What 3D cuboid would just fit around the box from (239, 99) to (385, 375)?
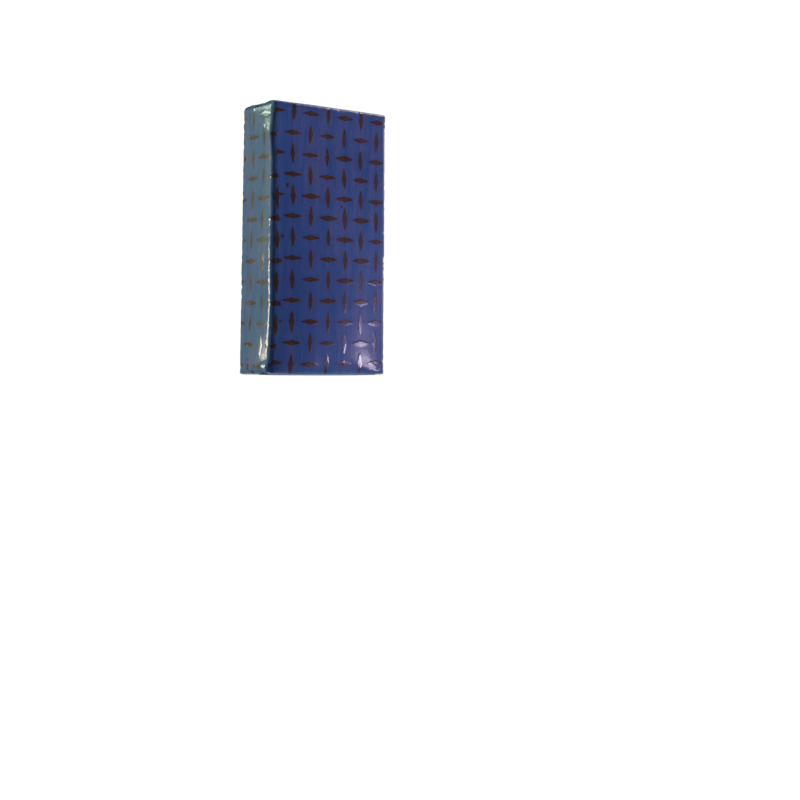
[{"bbox_3d":[-0.058,-0.105,0.736,0.090,0.179,0.049,3,-6,-36],"label":"box"}]
